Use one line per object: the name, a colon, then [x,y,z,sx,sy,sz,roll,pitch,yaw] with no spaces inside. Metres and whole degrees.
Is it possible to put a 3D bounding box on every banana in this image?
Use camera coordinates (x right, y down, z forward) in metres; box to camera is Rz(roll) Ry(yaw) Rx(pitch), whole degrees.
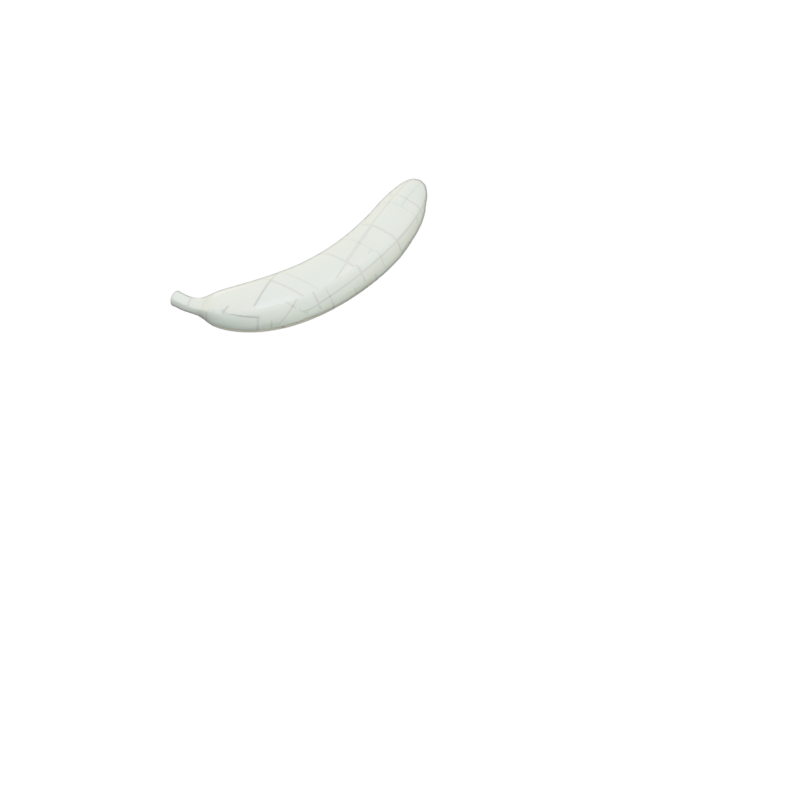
banana: [-0.052,-0.091,0.739,0.197,0.075,0.034,-27,-30,-18]
